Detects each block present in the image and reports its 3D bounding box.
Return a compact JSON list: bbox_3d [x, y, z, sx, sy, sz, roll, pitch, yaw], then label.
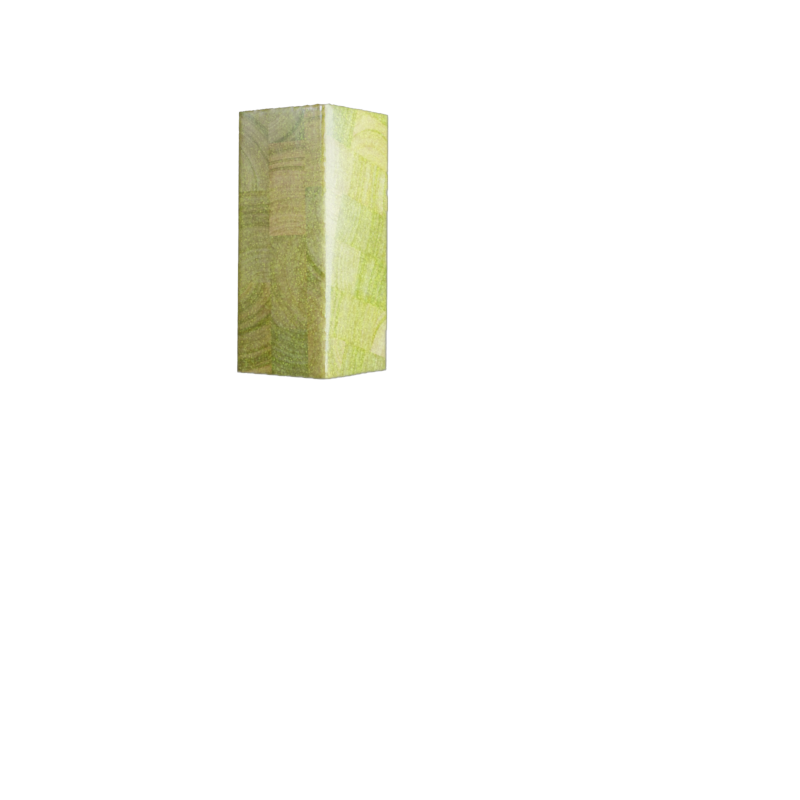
[{"bbox_3d":[-0.068,-0.126,0.882,0.094,0.206,0.087,0,1,35],"label":"block"}]
